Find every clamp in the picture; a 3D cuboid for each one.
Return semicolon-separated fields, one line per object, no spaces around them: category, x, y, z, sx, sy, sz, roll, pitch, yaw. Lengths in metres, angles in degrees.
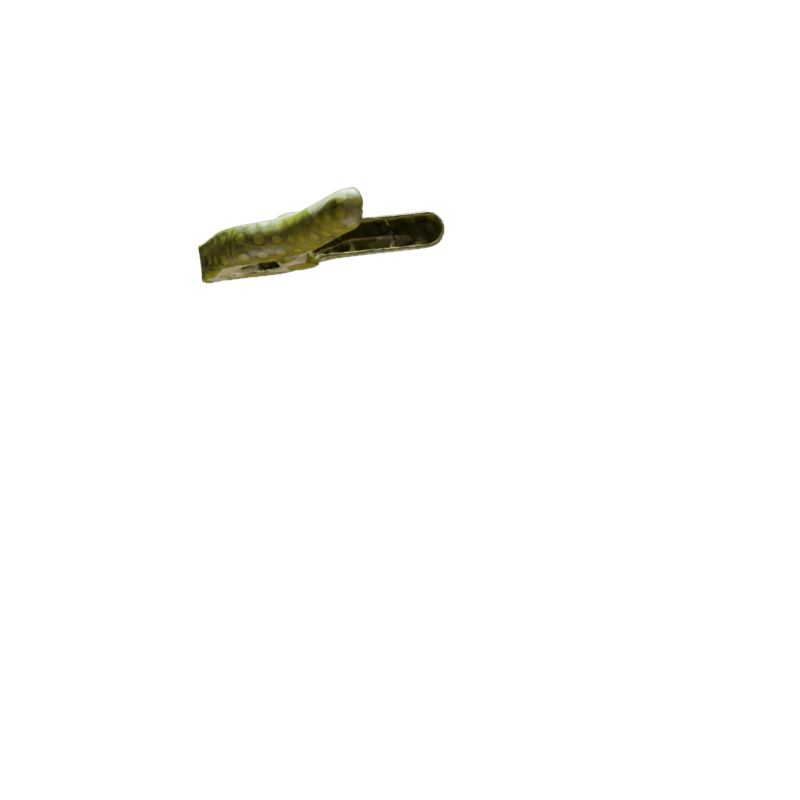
clamp;-0.059;-0.107;0.750;0.176;0.040;0.114;-6;-10;40
